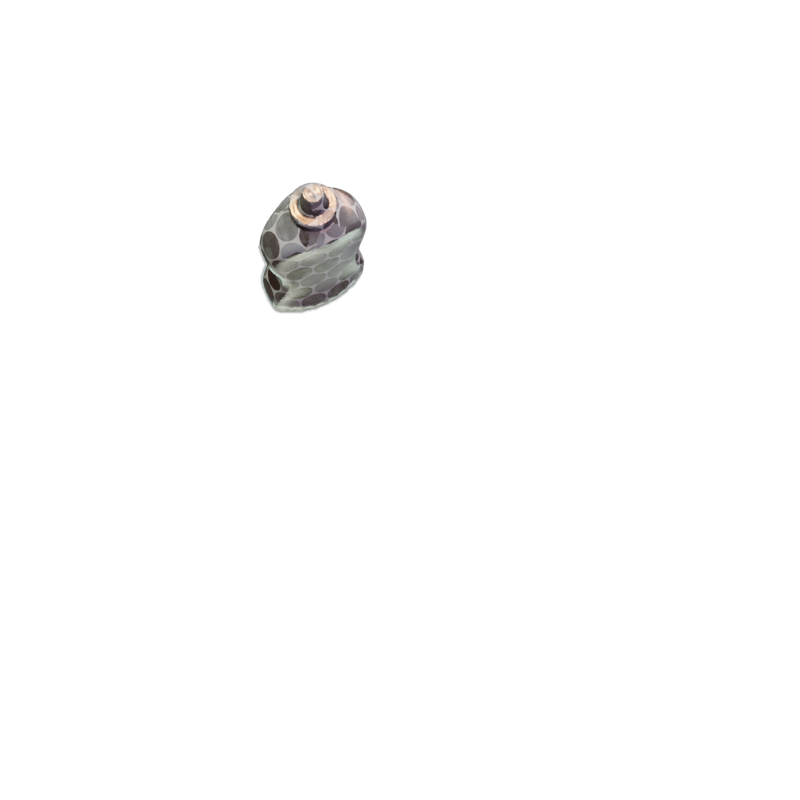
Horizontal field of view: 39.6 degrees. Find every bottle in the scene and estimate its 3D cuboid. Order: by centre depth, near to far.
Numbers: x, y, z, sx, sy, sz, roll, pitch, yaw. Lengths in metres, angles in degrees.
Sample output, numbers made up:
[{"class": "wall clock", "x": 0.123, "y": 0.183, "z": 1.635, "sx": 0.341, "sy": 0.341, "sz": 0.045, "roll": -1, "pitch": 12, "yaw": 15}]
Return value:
[{"class": "bottle", "x": -0.077, "y": -0.141, "z": 0.984, "sx": 0.096, "sy": 0.061, "sz": 0.183, "roll": -23, "pitch": -14, "yaw": -10}]
